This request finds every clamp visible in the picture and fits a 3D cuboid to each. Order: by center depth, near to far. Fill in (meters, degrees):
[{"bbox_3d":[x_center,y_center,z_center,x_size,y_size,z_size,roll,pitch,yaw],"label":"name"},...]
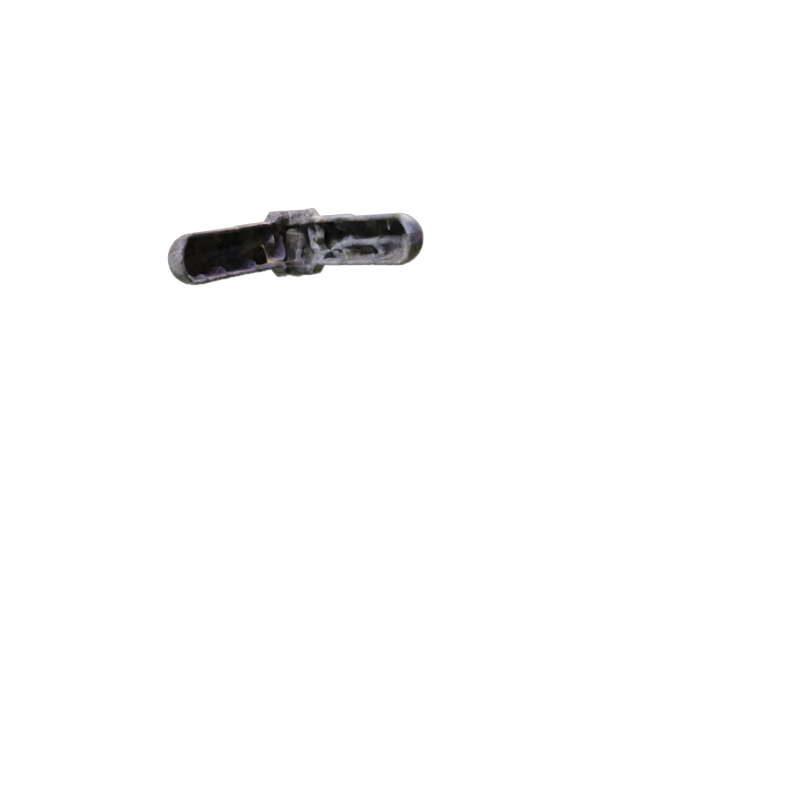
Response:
[{"bbox_3d":[-0.046,-0.084,0.590,0.121,0.038,0.174,1,13,4],"label":"clamp"}]
